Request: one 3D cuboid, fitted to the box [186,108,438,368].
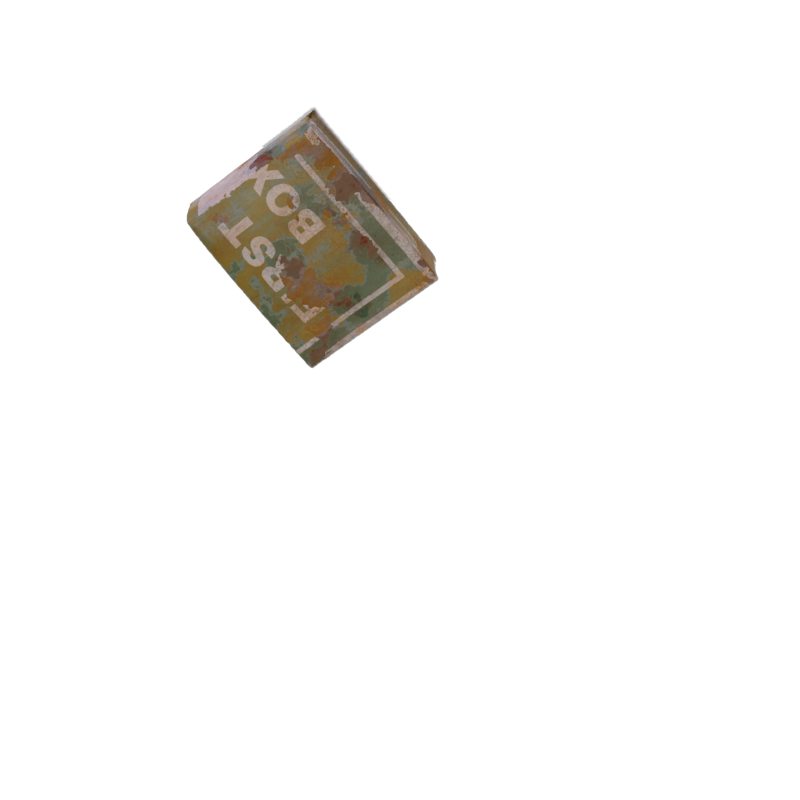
[{"bbox_3d":[-0.047,-0.086,0.603,0.089,0.108,0.041,-36,20,14],"label":"box"}]
